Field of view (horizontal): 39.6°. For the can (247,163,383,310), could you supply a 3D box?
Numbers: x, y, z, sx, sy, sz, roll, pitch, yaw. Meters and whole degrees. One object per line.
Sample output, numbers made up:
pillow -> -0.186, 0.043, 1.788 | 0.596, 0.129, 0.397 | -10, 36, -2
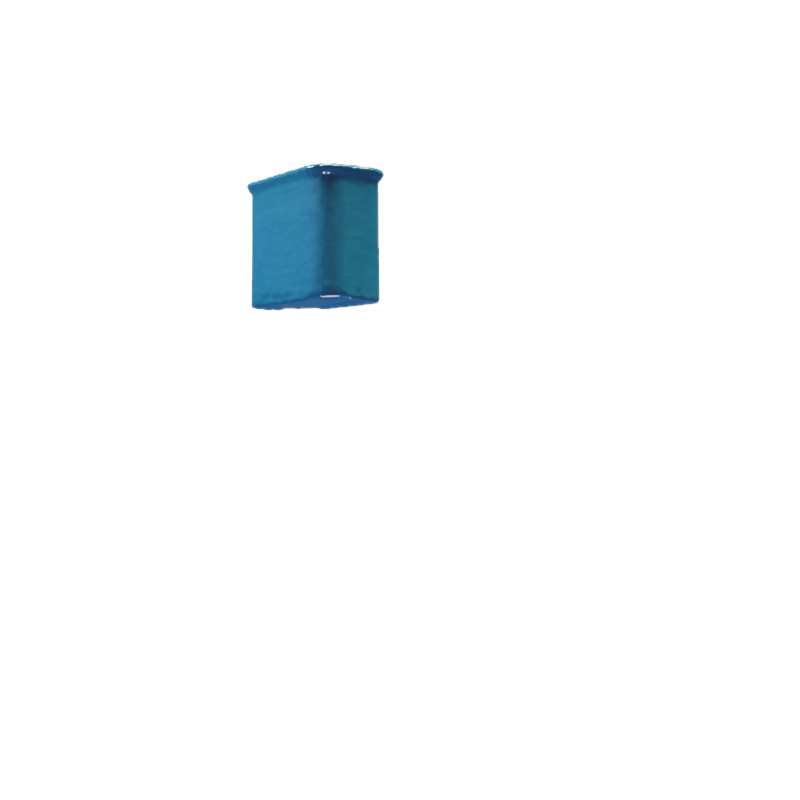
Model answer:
can -> -0.056, -0.103, 0.721 | 0.055, 0.085, 0.105 | 4, -5, -36
